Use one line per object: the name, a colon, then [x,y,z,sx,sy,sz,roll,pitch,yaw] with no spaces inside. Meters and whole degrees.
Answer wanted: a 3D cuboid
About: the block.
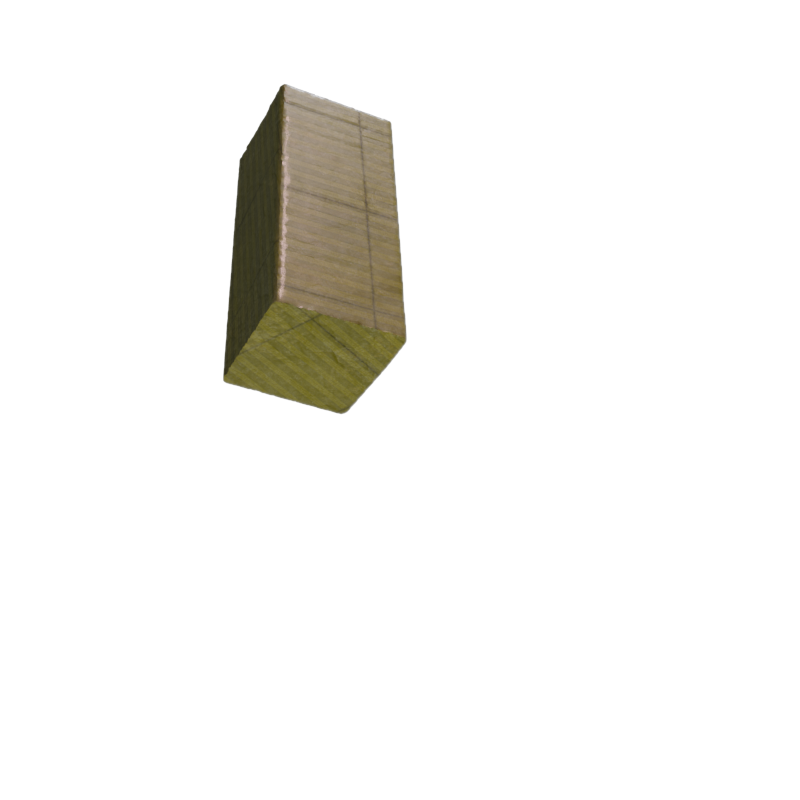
block: [-0.059,-0.108,0.759,0.087,0.221,0.087,16,-44,-21]
